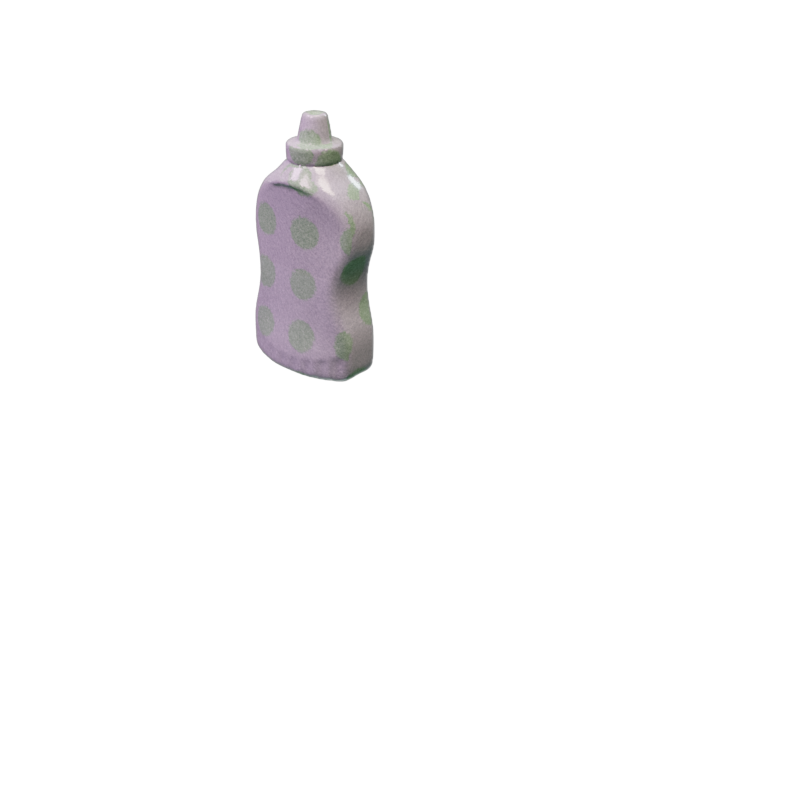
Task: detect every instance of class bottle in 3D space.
[{"bbox_3d":[-0.063,-0.115,0.806,0.102,0.182,0.058,21,29,38],"label":"bottle"}]
